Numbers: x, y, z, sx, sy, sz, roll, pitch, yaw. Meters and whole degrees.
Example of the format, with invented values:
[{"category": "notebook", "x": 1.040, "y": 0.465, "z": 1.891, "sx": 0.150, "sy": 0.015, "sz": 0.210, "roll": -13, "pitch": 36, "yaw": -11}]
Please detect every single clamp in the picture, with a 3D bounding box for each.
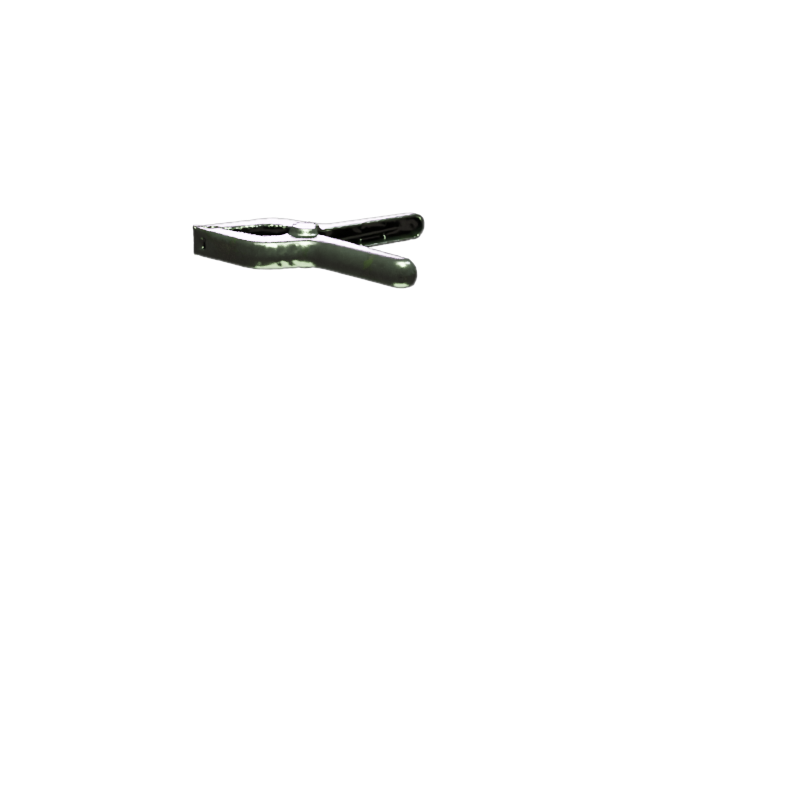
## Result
[{"category": "clamp", "x": -0.077, "y": -0.140, "z": 0.981, "sx": 0.214, "sy": 0.035, "sz": 0.169, "roll": 5, "pitch": 23, "yaw": 12}]
